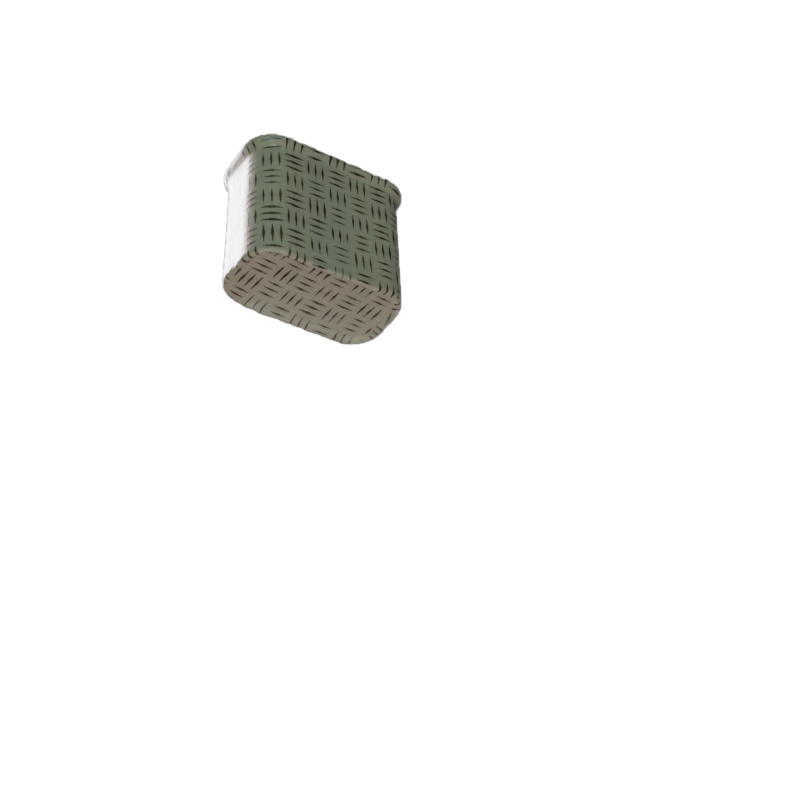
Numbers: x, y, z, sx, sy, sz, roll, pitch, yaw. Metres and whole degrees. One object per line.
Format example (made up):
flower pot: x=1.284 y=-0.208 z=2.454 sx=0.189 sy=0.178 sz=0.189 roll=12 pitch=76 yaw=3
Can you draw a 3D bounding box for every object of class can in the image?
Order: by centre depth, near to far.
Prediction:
can: x=-0.048 y=-0.088 z=0.614 sx=0.097 sy=0.090 sz=0.056 roll=19 pitch=-43 yaw=-25
